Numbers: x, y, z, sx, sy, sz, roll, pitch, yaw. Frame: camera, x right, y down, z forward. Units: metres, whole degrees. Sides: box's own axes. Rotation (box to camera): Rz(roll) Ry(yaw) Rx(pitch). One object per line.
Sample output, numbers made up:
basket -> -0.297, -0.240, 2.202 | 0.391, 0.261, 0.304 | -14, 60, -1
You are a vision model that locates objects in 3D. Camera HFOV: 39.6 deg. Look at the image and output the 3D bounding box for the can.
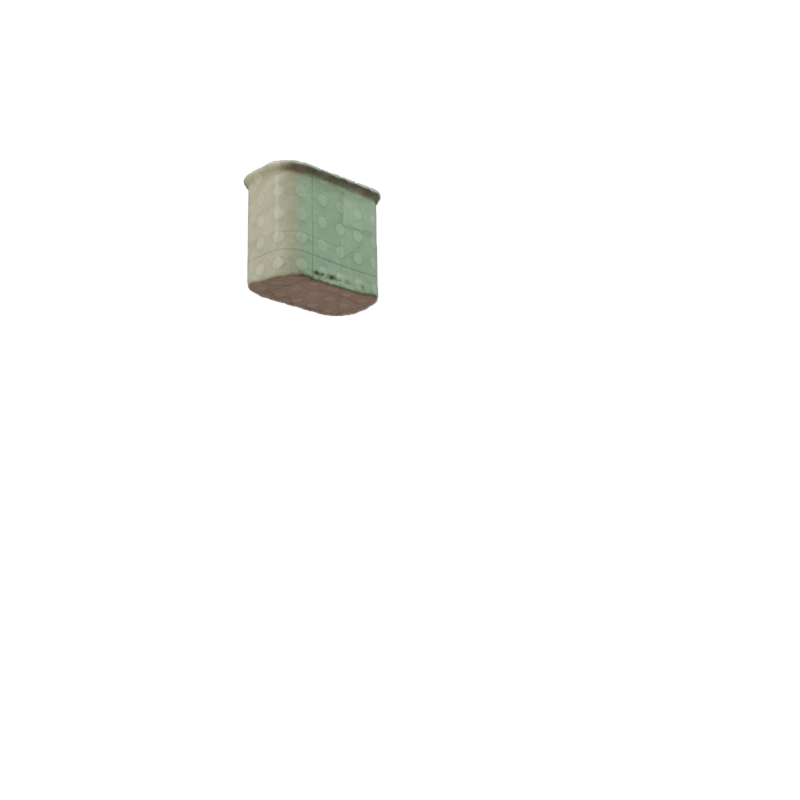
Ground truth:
can -> -0.061, -0.112, 0.783 | 0.096, 0.088, 0.058 | 15, -25, -41
